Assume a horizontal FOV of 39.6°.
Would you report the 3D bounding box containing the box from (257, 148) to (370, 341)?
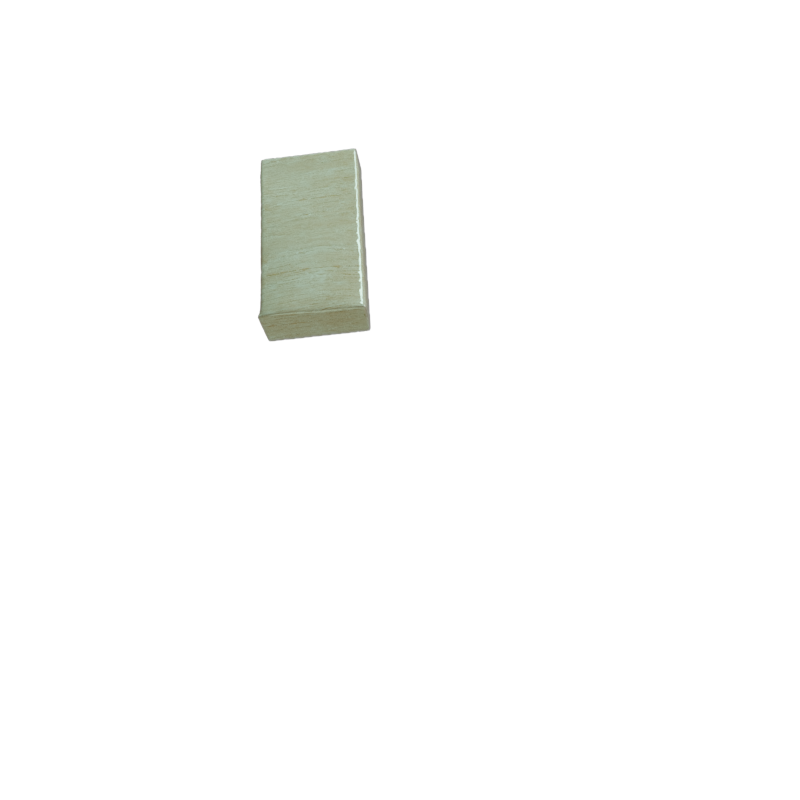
[{"bbox_3d":[-0.077,-0.141,0.990,0.094,0.189,0.044,-6,-35,6],"label":"box"}]
